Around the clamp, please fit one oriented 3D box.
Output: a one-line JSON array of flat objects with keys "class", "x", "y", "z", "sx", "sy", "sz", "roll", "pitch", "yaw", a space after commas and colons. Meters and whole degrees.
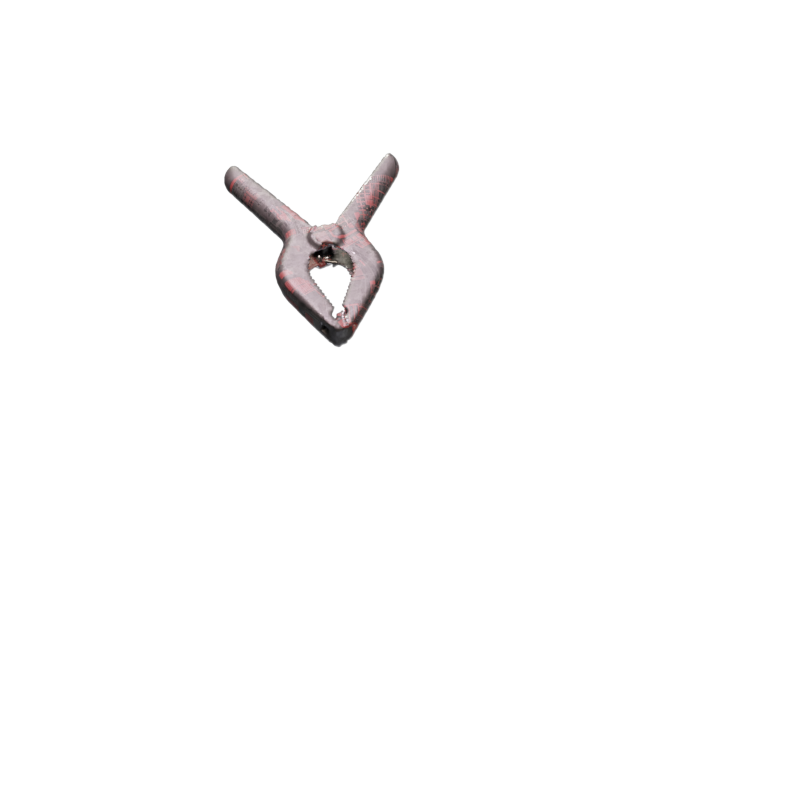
[{"class": "clamp", "x": -0.077, "y": -0.141, "z": 0.990, "sx": 0.164, "sy": 0.225, "sz": 0.034, "roll": -2, "pitch": -37, "yaw": -2}]
